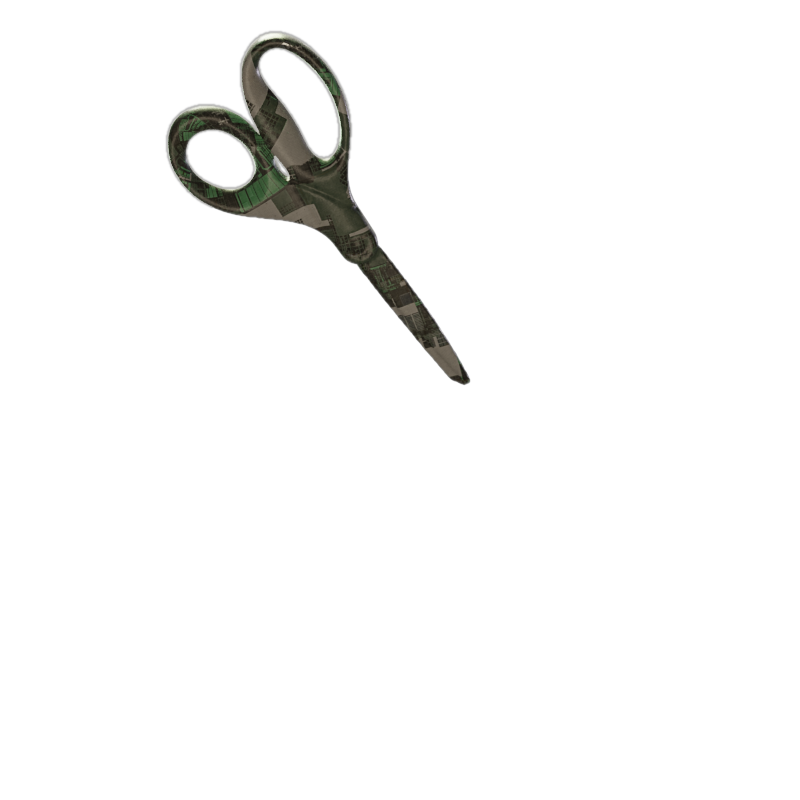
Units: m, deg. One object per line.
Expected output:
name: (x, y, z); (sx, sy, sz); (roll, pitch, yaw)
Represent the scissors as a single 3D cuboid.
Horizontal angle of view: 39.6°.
scissors: (-0.042, -0.076, 0.535); (0.096, 0.191, 0.017); (-19, 22, 8)
